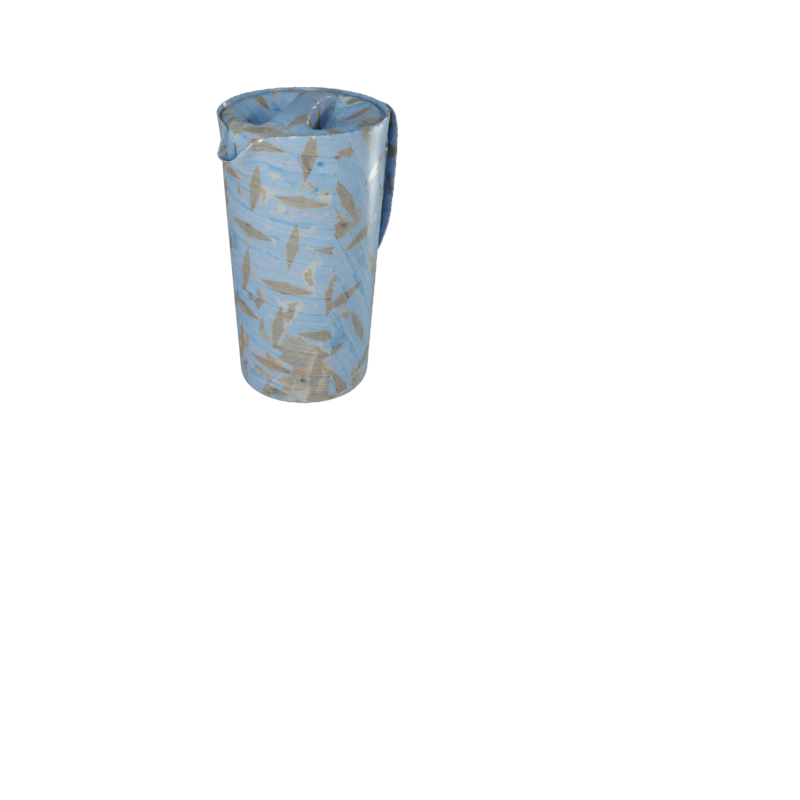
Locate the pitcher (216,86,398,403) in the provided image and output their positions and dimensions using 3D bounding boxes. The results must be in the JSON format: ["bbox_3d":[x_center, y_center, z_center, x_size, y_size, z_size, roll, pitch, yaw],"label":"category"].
[{"bbox_3d":[-0.071,-0.129,0.905,0.148,0.230,0.154,-1,27,-5],"label":"pitcher"}]
